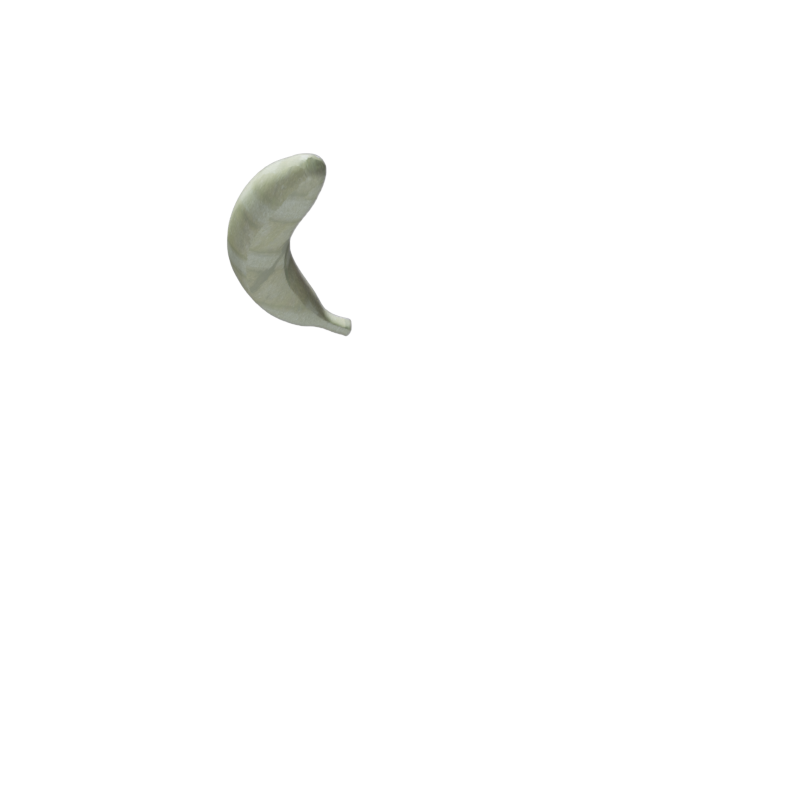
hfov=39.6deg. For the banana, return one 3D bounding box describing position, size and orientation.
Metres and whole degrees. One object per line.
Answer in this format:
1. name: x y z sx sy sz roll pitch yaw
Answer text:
1. banana: -0.070 -0.092 0.661 0.070 0.039 0.186 -2 -22 2
